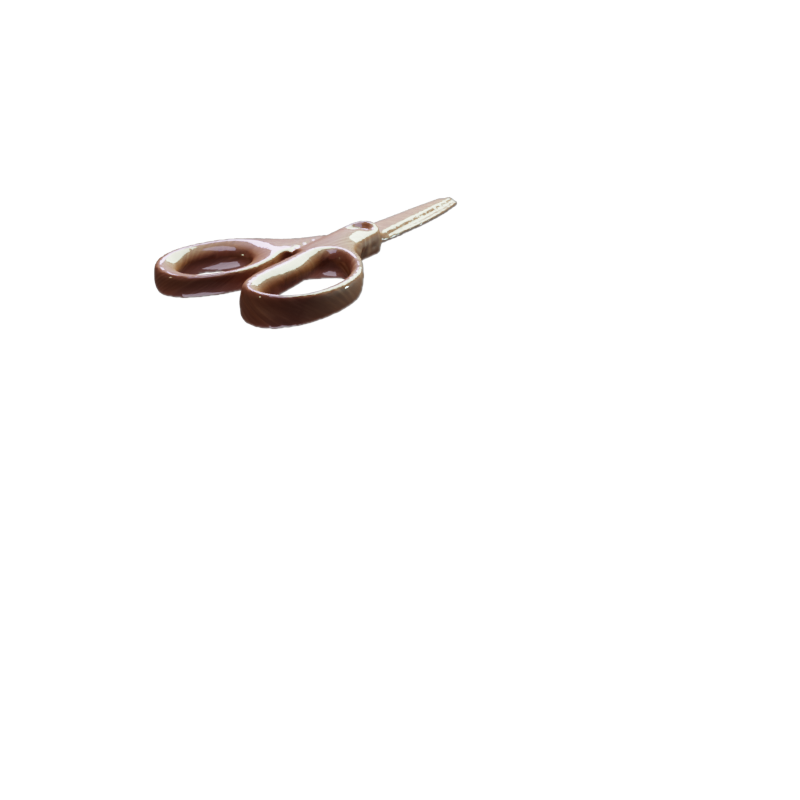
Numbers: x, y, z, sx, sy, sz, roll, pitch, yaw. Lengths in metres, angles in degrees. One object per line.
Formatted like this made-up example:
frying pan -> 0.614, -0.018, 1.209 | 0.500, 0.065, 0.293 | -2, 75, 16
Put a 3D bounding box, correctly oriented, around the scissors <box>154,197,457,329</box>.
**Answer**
scissors -> -0.040, -0.072, 0.506 | 0.098, 0.015, 0.206 | 5, 23, 13
